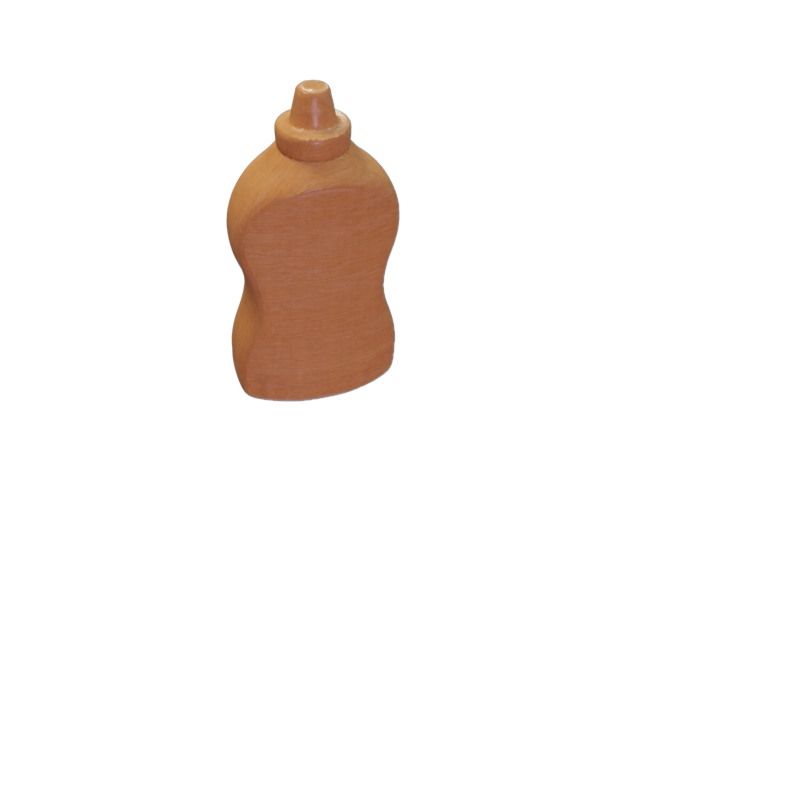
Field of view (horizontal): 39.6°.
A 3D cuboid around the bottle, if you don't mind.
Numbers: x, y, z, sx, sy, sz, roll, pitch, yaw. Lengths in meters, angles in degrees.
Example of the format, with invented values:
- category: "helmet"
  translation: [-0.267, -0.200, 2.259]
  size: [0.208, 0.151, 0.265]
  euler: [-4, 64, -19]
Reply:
- category: "bottle"
  translation: [-0.049, -0.089, 0.624]
  size: [0.095, 0.179, 0.063]
  euler: [-8, 38, -14]
